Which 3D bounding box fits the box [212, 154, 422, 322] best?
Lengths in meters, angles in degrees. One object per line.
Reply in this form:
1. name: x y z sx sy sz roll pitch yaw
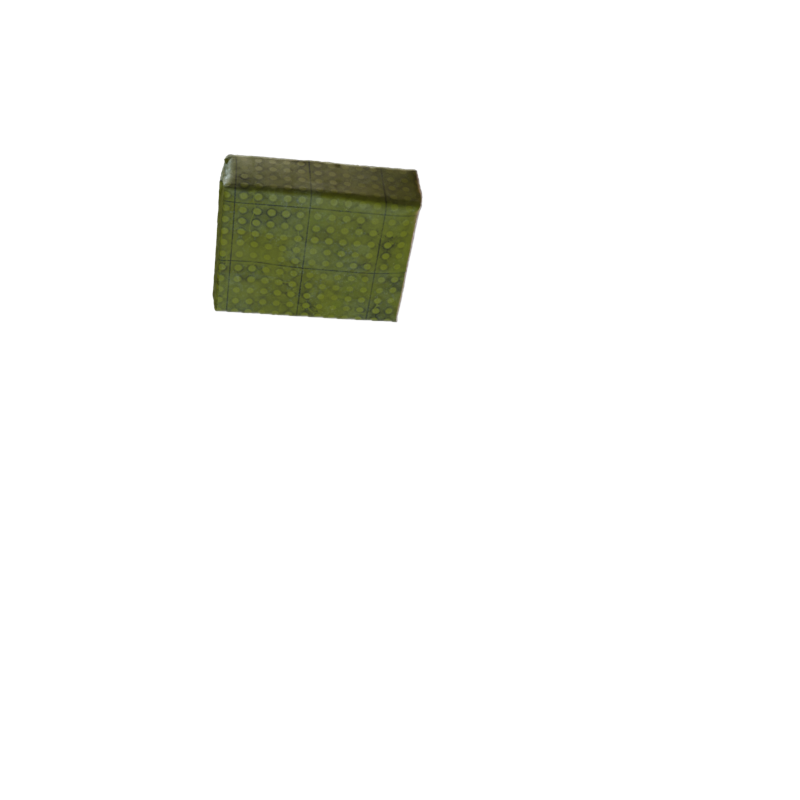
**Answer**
1. box: -0.050 -0.092 0.641 0.113 0.084 0.042 6 40 -5
